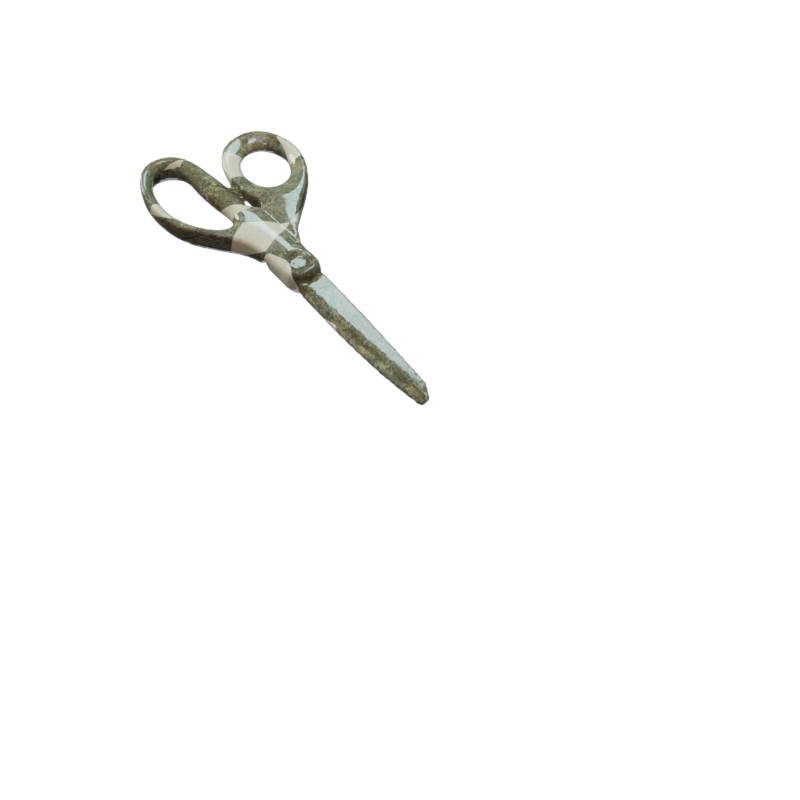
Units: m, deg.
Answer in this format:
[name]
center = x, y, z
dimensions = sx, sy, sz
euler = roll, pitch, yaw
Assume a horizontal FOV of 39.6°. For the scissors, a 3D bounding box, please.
[scissors]
center = -0.043, -0.079, 0.556
dimensions = 0.213, 0.015, 0.098
euler = 31, 56, 24
